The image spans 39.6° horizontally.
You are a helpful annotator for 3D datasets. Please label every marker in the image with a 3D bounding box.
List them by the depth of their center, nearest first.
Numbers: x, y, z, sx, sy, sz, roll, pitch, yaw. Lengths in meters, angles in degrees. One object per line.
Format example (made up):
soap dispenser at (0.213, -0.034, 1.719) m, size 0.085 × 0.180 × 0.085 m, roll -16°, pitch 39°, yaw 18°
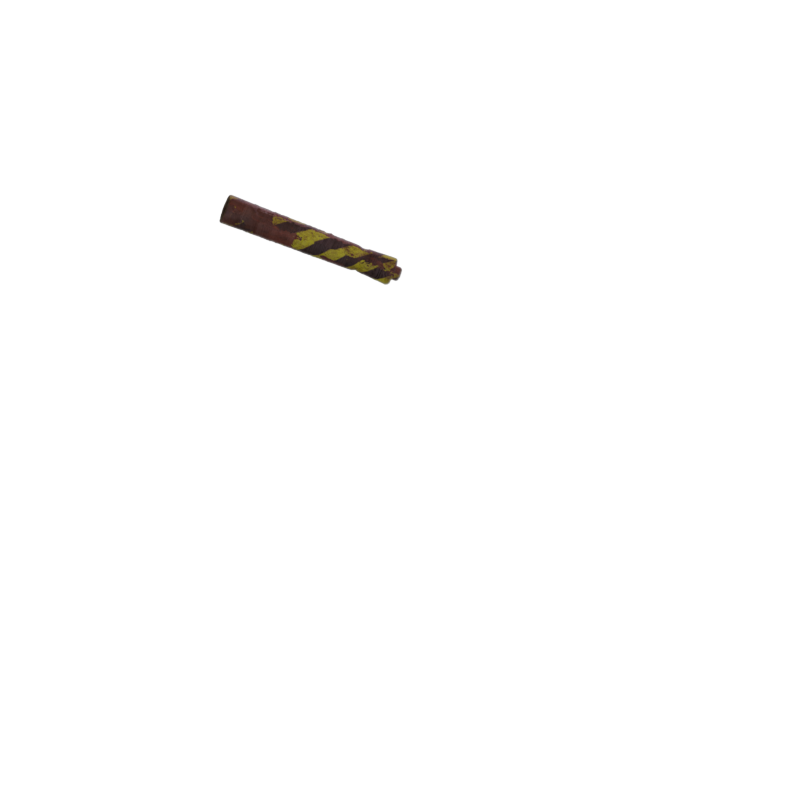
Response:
marker at (-0.055, -0.100, 0.703) m, size 0.118 × 0.020 × 0.020 m, roll 19°, pitch -1°, yaw -12°
